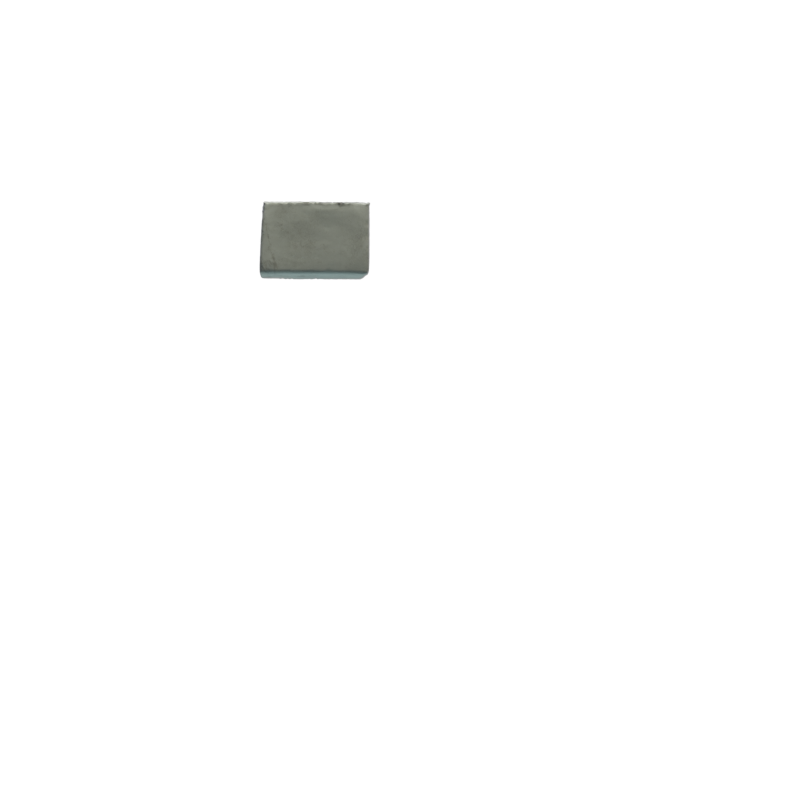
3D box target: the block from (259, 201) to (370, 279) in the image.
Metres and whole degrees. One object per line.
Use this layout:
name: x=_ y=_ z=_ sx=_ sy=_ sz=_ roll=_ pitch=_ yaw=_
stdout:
block: x=-0.063 y=-0.114 z=0.802 sx=0.077 sy=0.052 sz=0.053 roll=0 pitch=-2 yaw=-5
